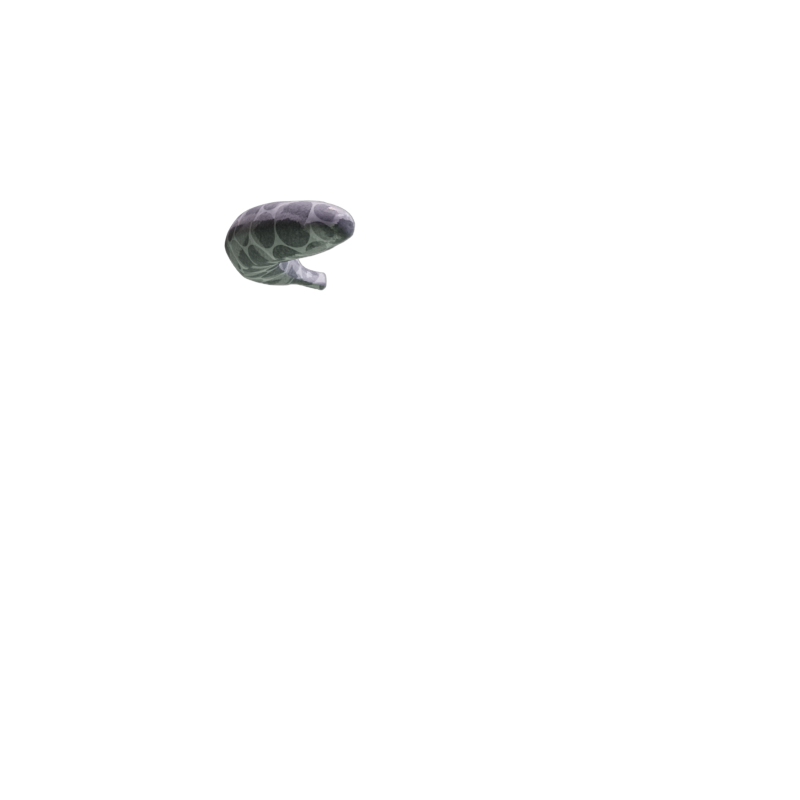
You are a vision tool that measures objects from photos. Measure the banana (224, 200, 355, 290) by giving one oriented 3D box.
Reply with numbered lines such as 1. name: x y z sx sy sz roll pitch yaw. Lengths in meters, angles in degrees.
1. banana: -0.071 -0.095 0.666 0.069 0.037 0.197 0 -1 -8
